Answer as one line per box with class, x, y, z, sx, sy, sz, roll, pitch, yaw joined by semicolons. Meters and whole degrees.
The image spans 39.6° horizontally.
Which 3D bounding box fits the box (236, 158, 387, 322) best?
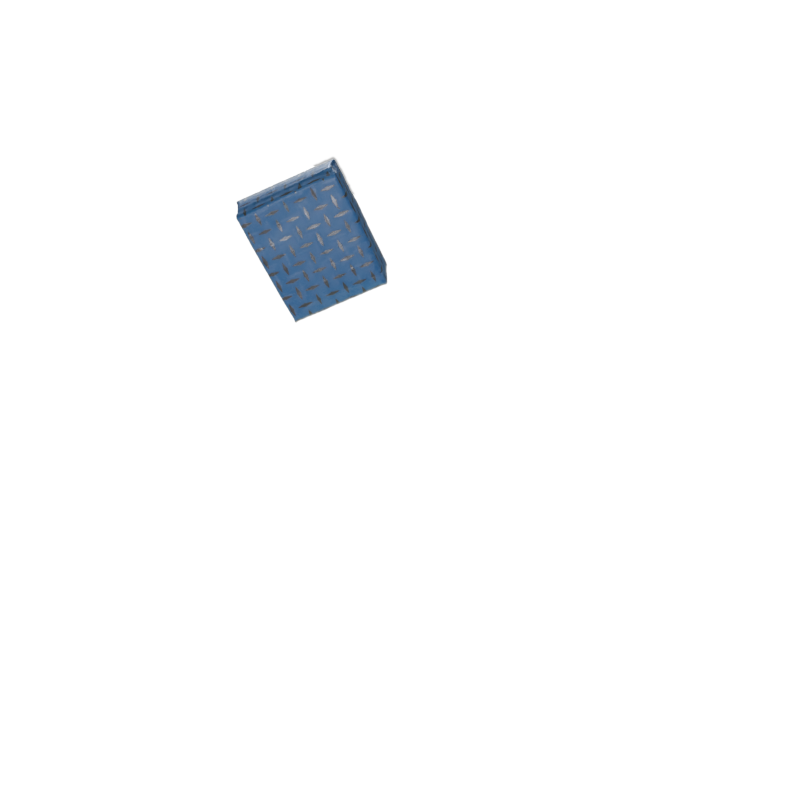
box;-0.072;-0.131;0.916;0.090;0.107;0.041;-22;25;10
